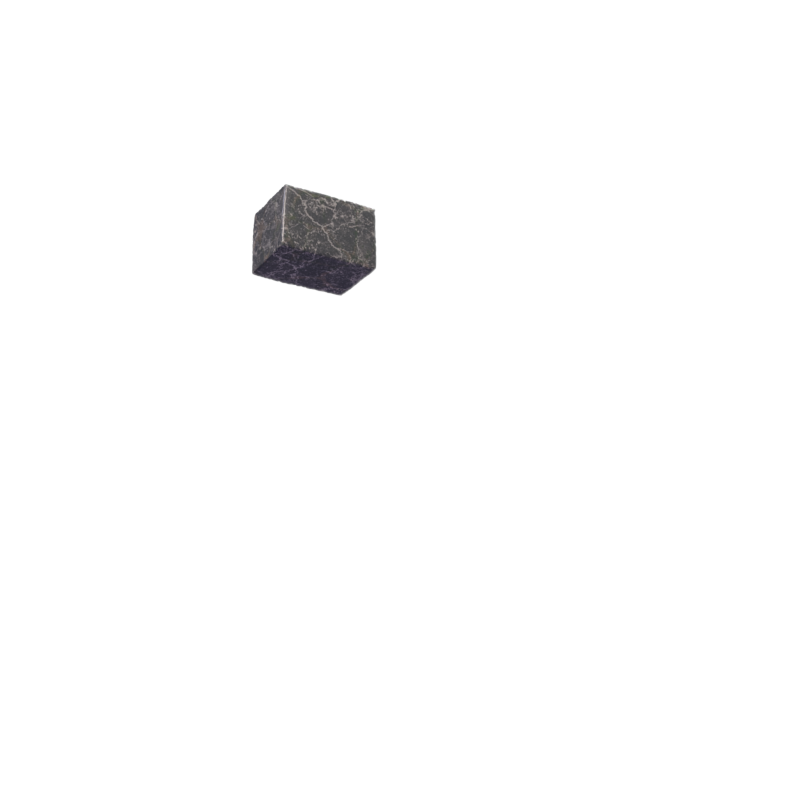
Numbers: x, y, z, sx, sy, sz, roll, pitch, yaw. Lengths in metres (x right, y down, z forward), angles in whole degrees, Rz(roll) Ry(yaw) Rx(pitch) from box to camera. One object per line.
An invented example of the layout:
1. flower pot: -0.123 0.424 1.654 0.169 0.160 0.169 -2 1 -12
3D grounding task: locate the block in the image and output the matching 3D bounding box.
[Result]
1. block: -0.063 -0.116 0.810 0.075 0.054 0.052 12 -28 -27
